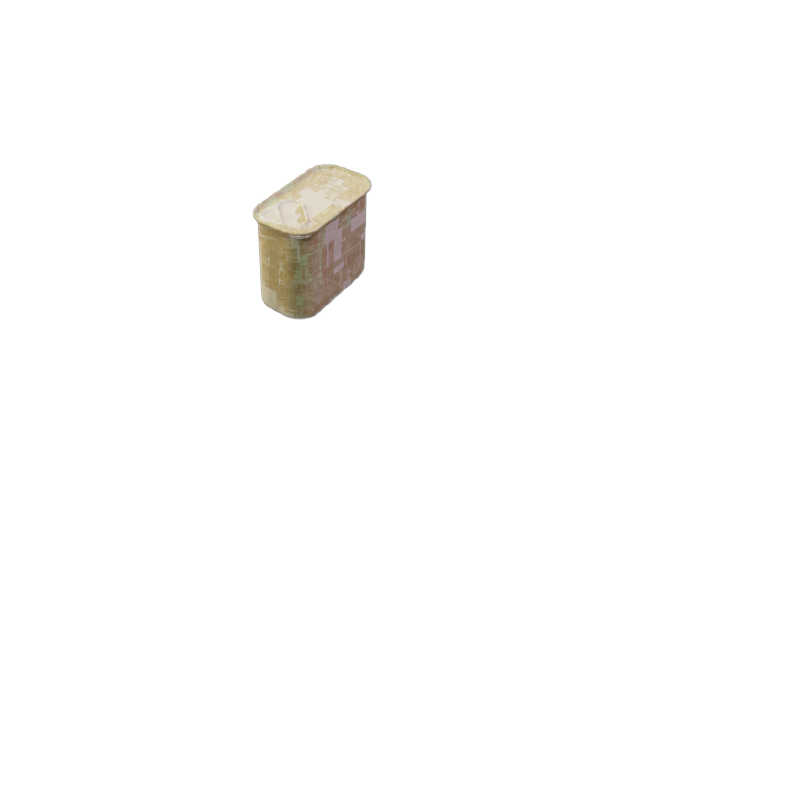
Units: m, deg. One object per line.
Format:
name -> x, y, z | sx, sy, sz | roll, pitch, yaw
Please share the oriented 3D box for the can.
can -> -0.068, -0.124, 0.872 | 0.060, 0.078, 0.104 | 22, 43, 24
